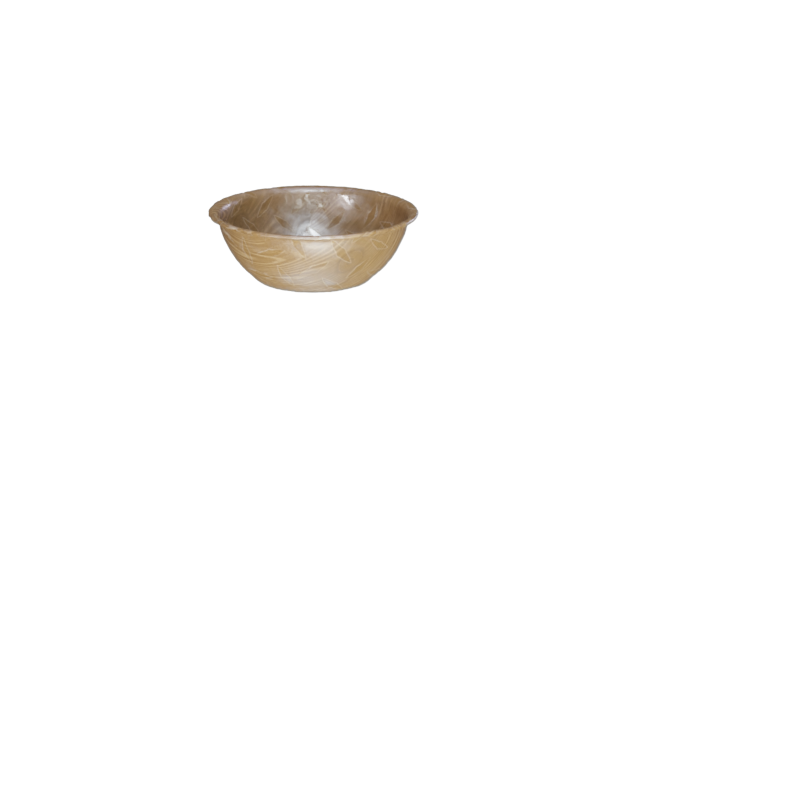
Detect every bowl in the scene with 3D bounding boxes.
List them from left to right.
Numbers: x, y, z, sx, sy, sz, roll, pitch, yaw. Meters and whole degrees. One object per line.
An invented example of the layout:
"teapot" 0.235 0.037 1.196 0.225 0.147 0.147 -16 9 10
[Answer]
"bowl" -0.067 -0.123 0.861 0.162 0.053 0.169 -1 22 -2
